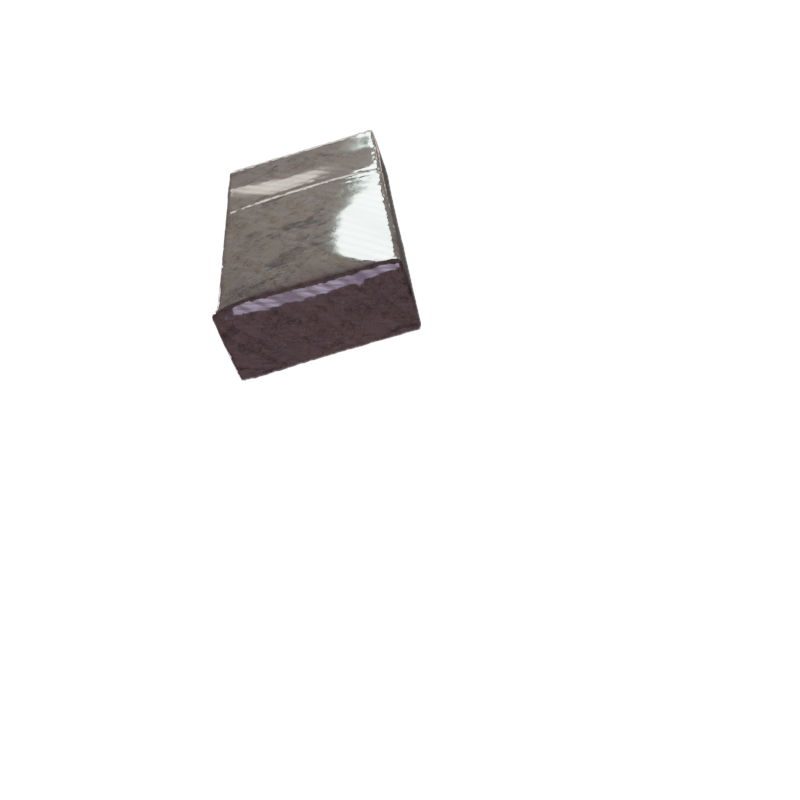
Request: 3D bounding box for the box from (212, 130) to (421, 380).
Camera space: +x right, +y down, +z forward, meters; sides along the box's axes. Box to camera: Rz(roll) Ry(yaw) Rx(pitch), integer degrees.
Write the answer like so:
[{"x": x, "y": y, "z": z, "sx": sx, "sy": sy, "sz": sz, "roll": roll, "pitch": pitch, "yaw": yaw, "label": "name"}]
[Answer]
[{"x": -0.046, "y": -0.084, "z": 0.592, "sx": 0.094, "sy": 0.045, "sz": 0.187, "roll": -16, "pitch": 30, "yaw": 5, "label": "box"}]
